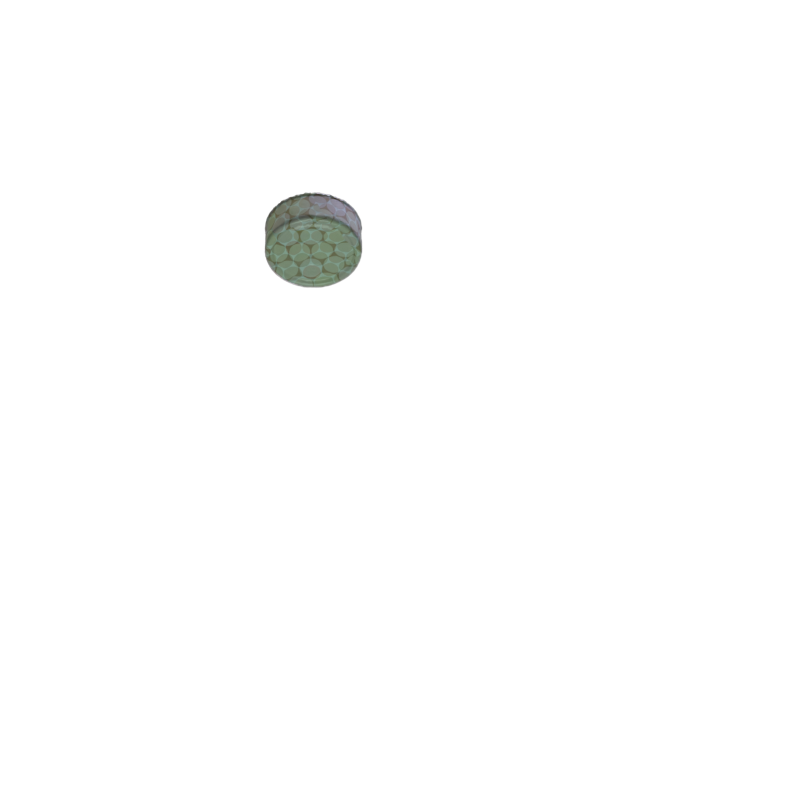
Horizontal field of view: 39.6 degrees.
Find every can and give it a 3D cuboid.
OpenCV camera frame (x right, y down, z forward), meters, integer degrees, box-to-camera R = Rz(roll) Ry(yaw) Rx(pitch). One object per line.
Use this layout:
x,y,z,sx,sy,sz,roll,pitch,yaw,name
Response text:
-0.076,-0.138,0.966,0.086,0.036,0.080,1,-43,-1,can
